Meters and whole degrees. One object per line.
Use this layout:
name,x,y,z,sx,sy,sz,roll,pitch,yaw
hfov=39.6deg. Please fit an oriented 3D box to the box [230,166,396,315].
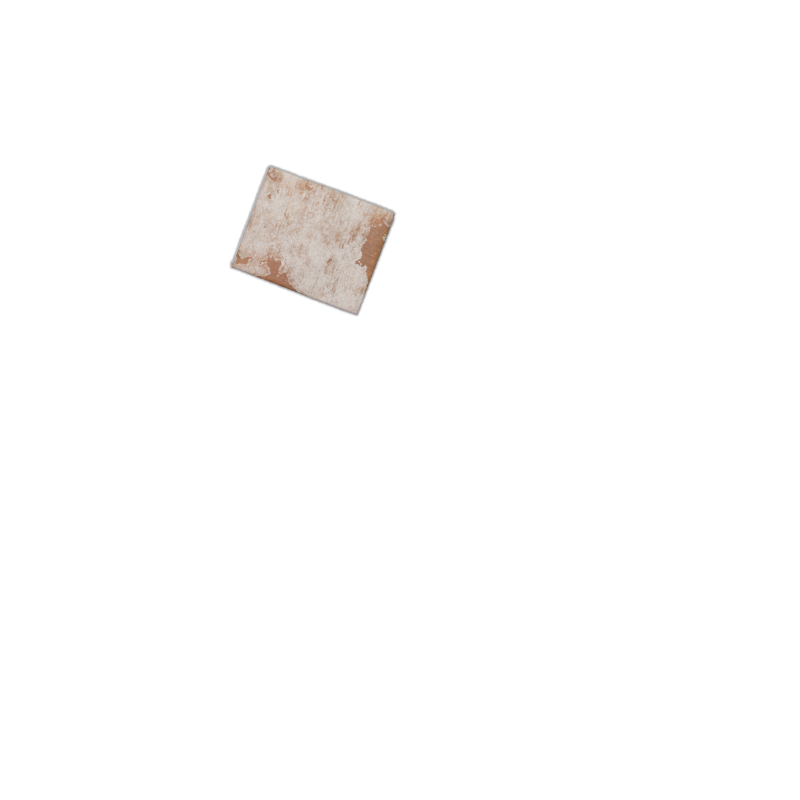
box,-0.071,-0.130,0.912,0.114,0.090,0.039,20,-3,1
